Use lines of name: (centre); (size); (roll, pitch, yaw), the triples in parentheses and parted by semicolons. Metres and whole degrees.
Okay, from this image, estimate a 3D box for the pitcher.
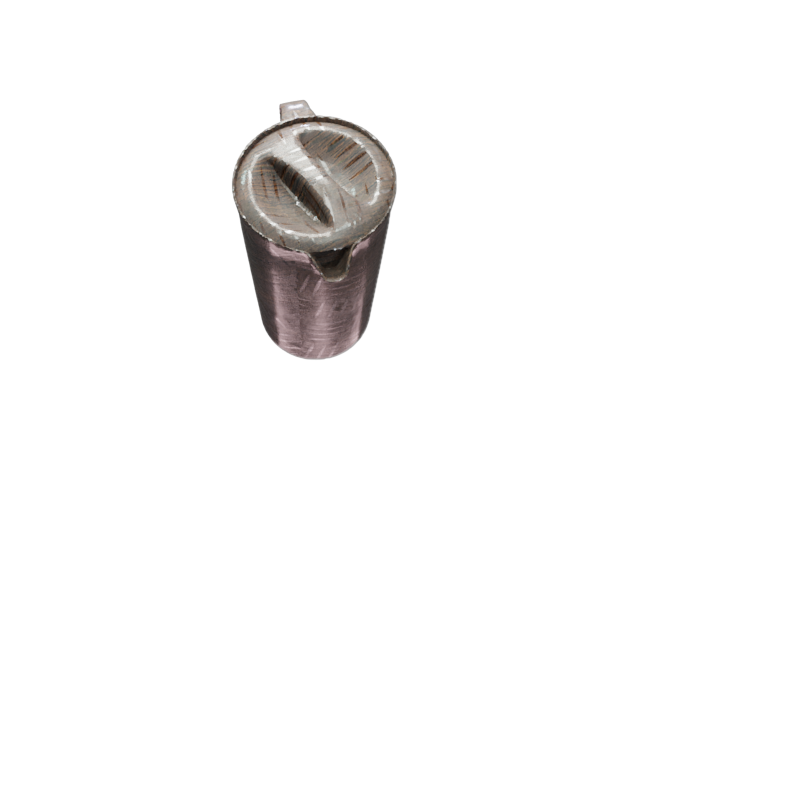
pitcher: (-0.078, -0.142, 0.996); (0.149, 0.153, 0.229); (29, -24, 11)
